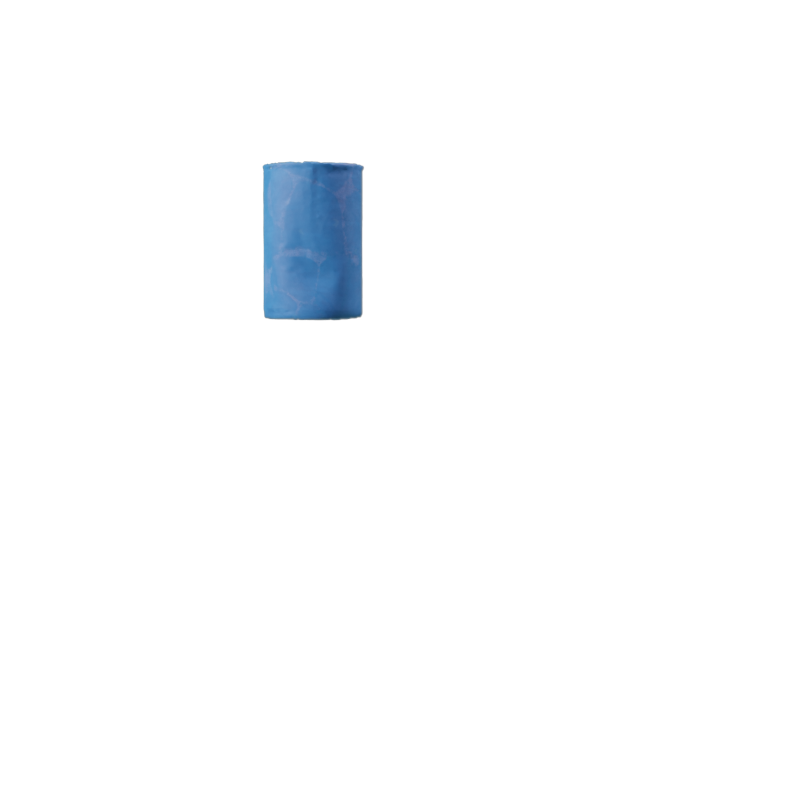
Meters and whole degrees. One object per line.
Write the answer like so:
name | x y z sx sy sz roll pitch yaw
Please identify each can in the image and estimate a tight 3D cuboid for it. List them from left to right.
can | -0.058 -0.106 0.741 0.068 0.102 0.069 0 1 -2
